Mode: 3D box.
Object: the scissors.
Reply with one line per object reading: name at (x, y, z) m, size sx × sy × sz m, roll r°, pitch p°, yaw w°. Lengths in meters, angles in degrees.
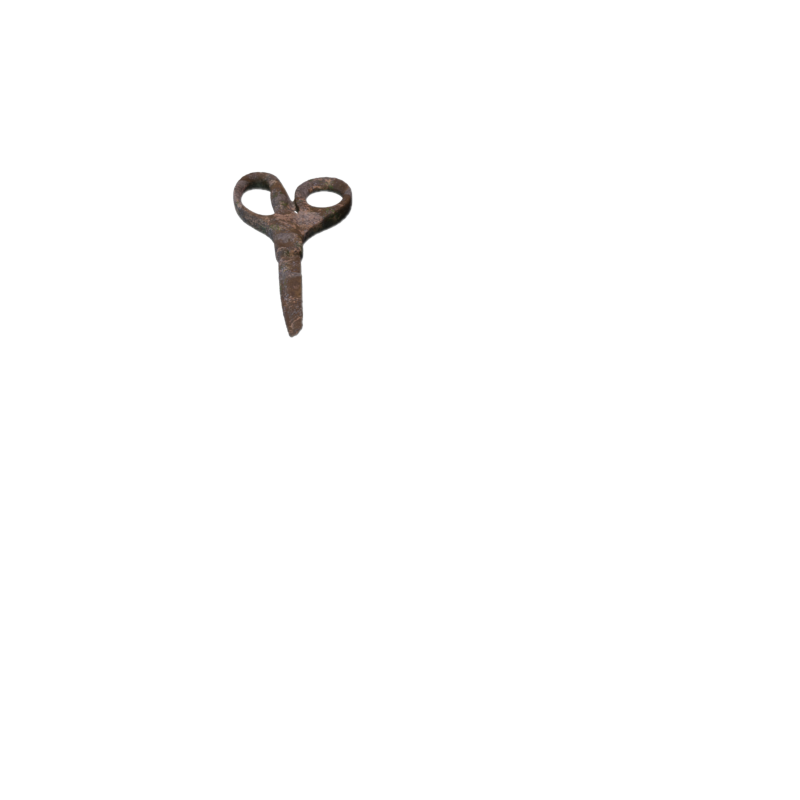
scissors at (-0.060, -0.109, 0.763) m, size 0.095 × 0.015 × 0.218 m, roll -13°, pitch 39°, yaw -16°
